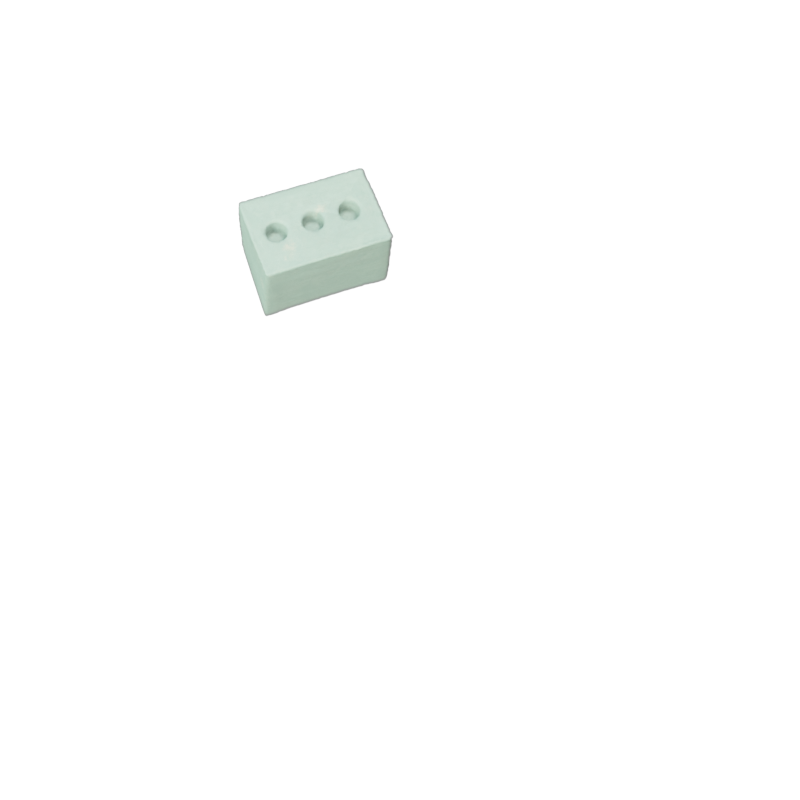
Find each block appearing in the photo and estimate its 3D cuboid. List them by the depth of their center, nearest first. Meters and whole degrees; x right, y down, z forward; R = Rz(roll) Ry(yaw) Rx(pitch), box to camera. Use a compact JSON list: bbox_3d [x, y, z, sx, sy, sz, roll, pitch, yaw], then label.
[{"bbox_3d":[-0.051,-0.093,0.648,0.077,0.056,0.048,-18,-23,-10],"label":"block"}]
